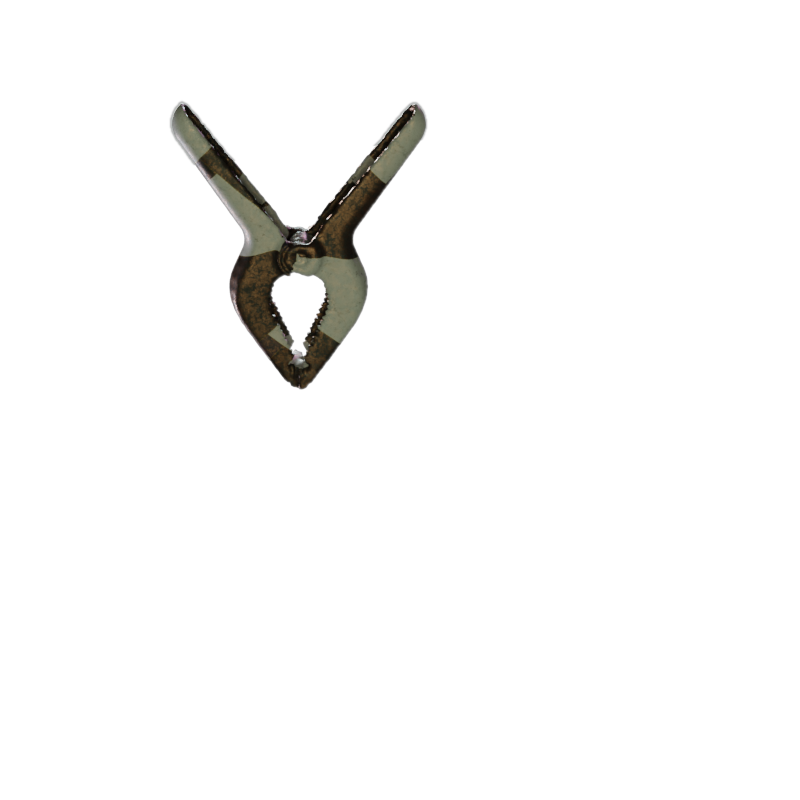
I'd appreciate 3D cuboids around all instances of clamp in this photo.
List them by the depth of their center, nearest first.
[{"bbox_3d":[-0.059,-0.107,0.752,0.165,0.199,0.038,-5,23,2],"label":"clamp"}]
